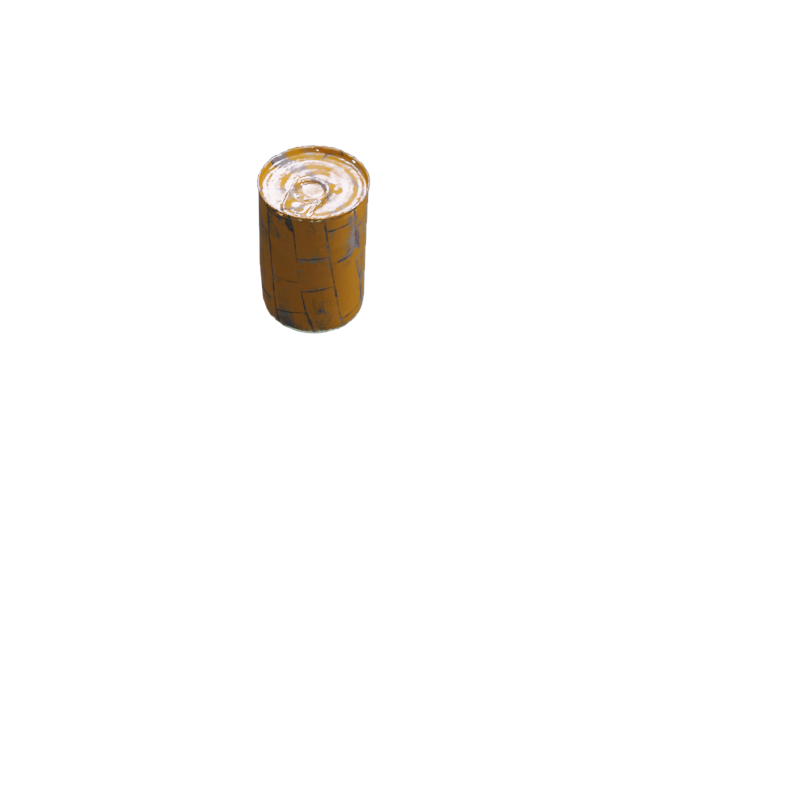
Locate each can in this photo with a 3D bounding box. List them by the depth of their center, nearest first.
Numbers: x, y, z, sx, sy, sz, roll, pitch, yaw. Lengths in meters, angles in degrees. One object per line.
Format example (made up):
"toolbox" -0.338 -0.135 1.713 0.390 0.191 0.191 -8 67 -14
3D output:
"can" -0.055 -0.100 0.698 0.068 0.074 0.095 0 -43 -3
